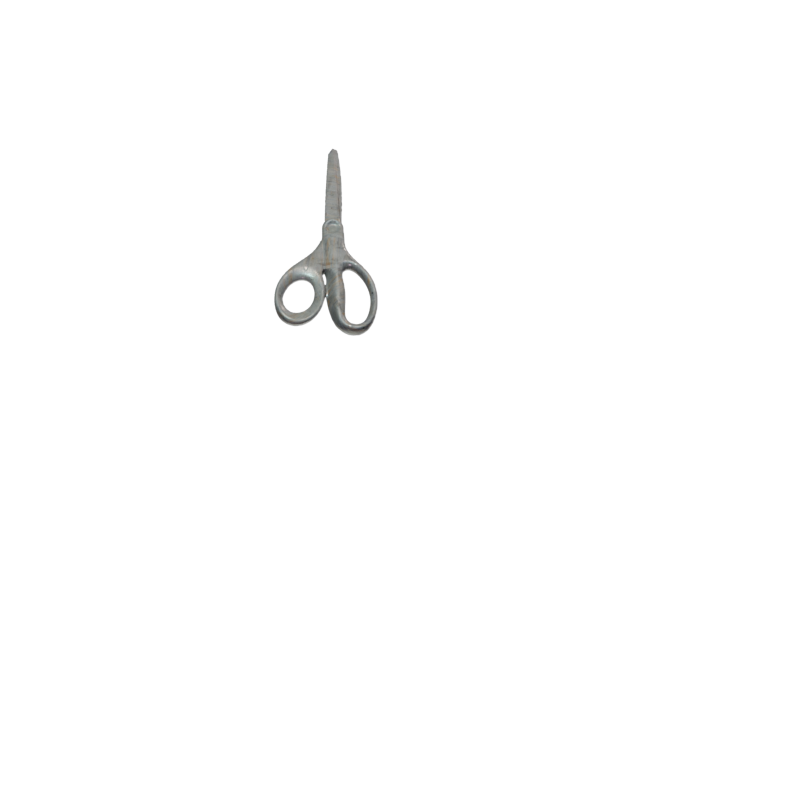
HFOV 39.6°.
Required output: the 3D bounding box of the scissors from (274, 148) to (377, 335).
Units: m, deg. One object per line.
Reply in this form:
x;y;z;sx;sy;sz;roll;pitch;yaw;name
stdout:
-0.077;-0.140;0.978;0.095;0.217;0.015;-13;-34;-9;scissors
